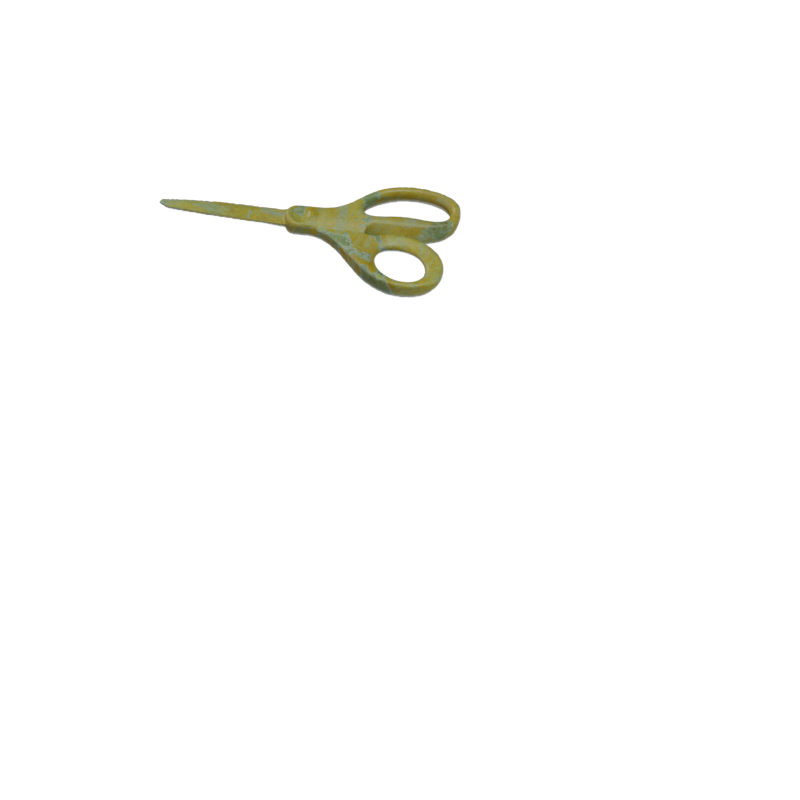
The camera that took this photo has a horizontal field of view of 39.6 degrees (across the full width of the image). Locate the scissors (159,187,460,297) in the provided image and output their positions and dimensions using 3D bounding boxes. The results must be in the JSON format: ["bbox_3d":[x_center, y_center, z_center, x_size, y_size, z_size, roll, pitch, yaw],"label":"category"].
[{"bbox_3d":[-0.057,-0.105,0.734,0.201,0.103,0.015,-5,-37,-4],"label":"scissors"}]
